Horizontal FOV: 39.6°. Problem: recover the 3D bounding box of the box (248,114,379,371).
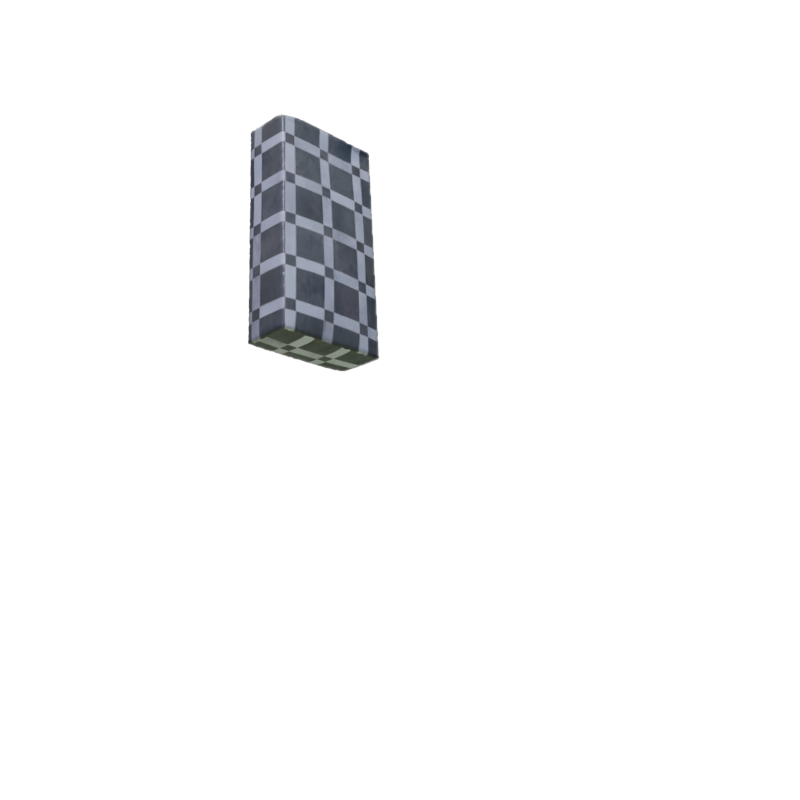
[{"bbox_3d":[-0.064,-0.116,0.814,0.088,0.186,0.048,19,-32,-39],"label":"box"}]
